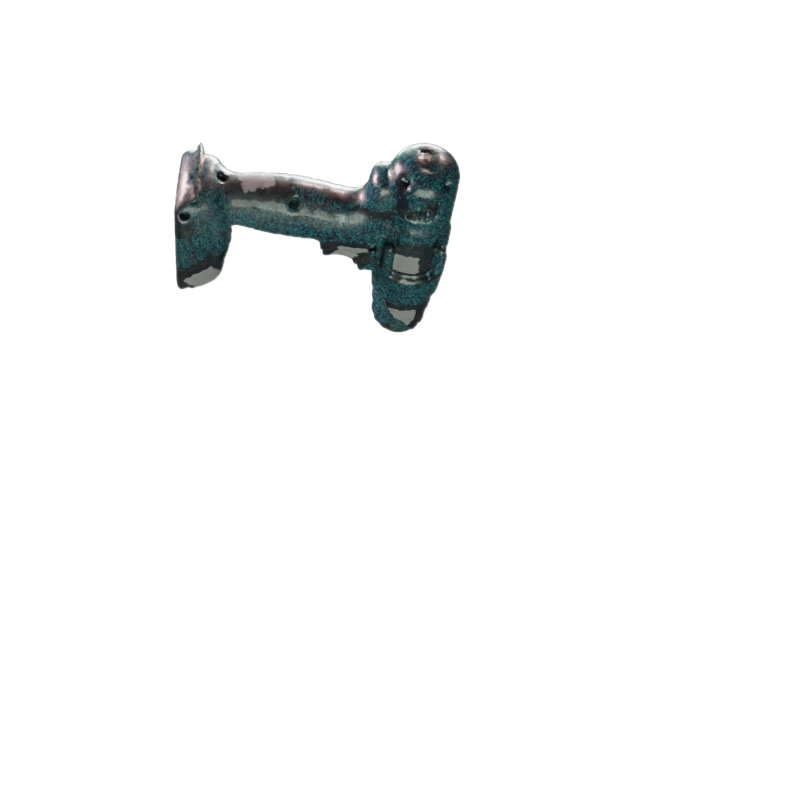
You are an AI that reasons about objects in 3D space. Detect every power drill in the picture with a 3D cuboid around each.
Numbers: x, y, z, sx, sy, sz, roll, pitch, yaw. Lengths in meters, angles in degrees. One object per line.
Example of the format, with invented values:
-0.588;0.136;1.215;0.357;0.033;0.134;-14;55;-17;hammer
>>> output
-0.060;-0.109;0.766;0.187;0.061;0.173;3;-34;-4;power drill
